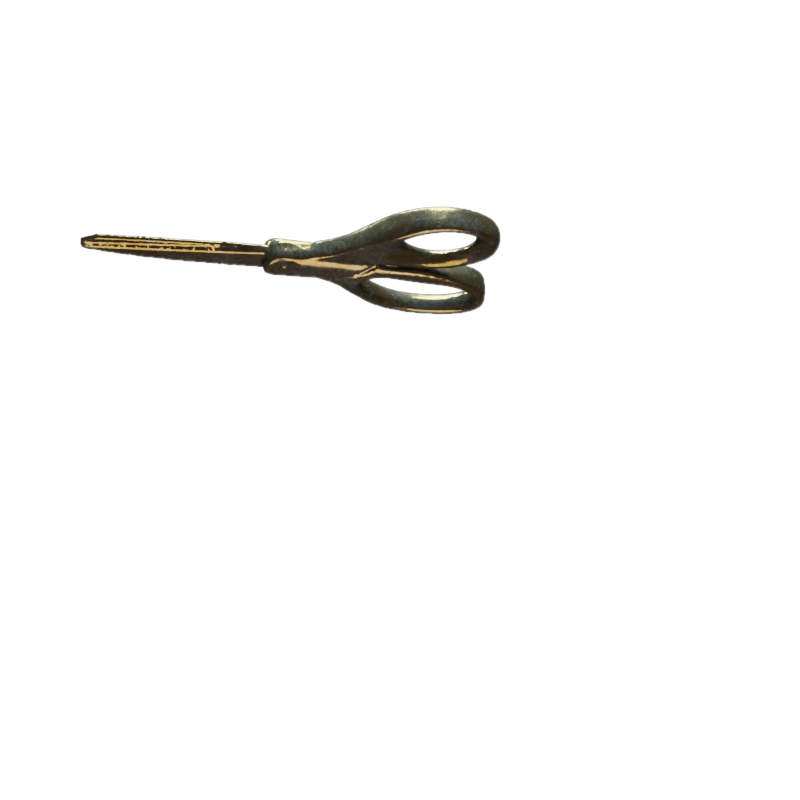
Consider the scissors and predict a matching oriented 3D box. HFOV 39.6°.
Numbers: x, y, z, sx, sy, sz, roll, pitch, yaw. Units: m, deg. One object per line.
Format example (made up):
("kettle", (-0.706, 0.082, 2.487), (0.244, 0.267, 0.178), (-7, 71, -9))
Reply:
("scissors", (-0.041, -0.075, 0.525), (0.195, 0.017, 0.094), (11, -27, -22))
